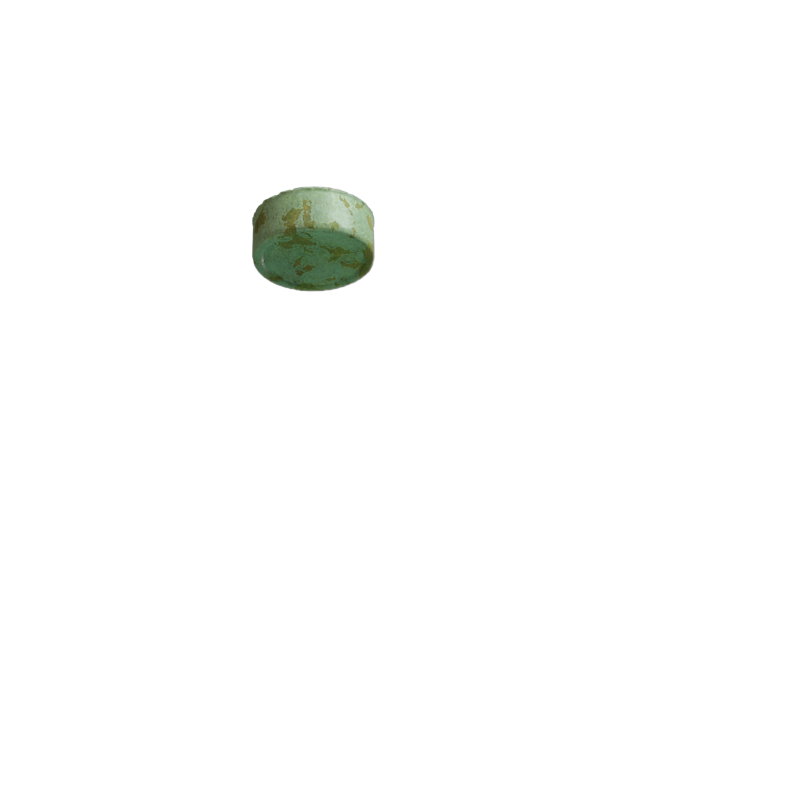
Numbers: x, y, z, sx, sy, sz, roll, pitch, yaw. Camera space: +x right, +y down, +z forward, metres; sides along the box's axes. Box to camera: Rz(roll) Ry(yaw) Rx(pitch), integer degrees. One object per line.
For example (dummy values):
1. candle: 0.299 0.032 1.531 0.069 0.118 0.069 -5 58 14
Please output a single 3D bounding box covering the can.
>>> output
1. can: -0.060 -0.110 0.768 0.086 0.036 0.081 1 -27 -2
